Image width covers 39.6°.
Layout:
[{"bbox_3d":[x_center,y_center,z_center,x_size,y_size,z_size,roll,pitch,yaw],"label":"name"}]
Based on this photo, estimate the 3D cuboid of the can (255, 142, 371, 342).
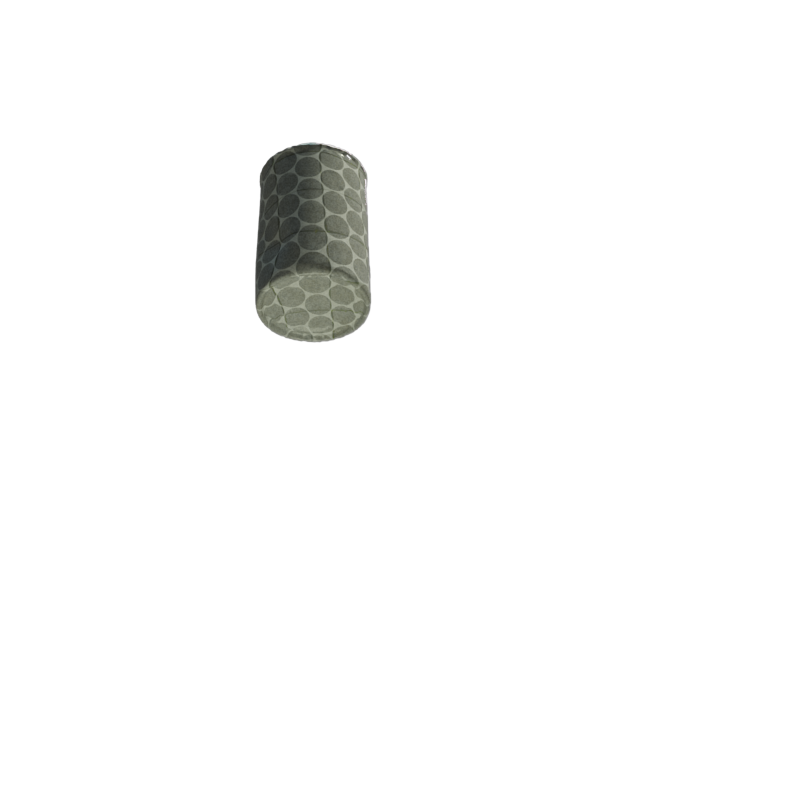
[{"bbox_3d":[-0.052,-0.095,0.662,0.068,0.110,0.064,-1,-38,-3],"label":"can"}]
